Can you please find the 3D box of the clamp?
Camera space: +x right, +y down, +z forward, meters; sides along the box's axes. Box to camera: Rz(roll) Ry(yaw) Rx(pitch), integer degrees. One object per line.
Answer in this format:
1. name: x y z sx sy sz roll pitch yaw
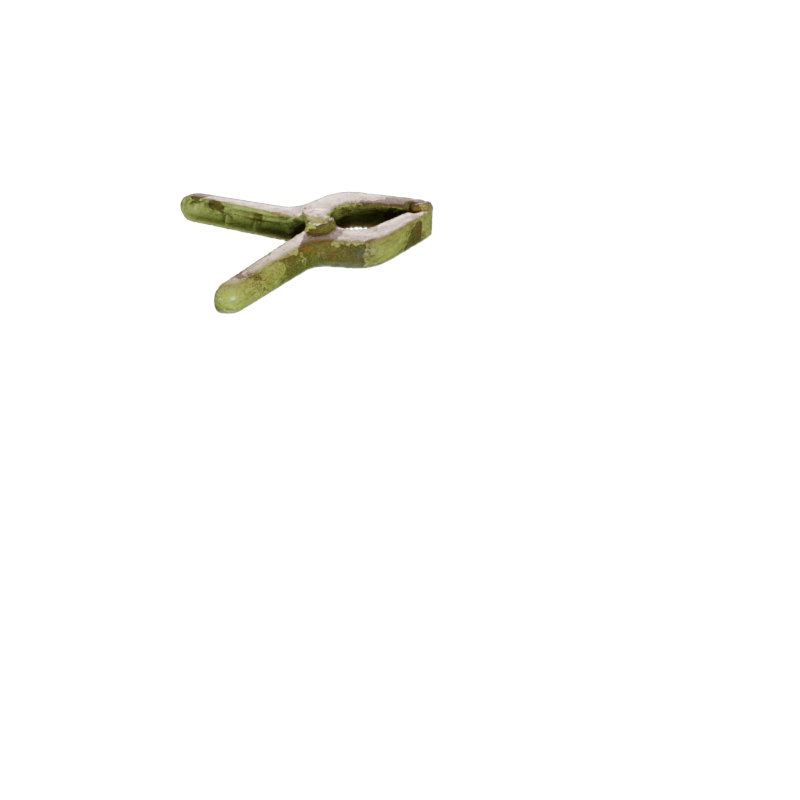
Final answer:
1. clamp: -0.071 -0.130 0.909 0.208 0.034 0.177 -6 38 -8
